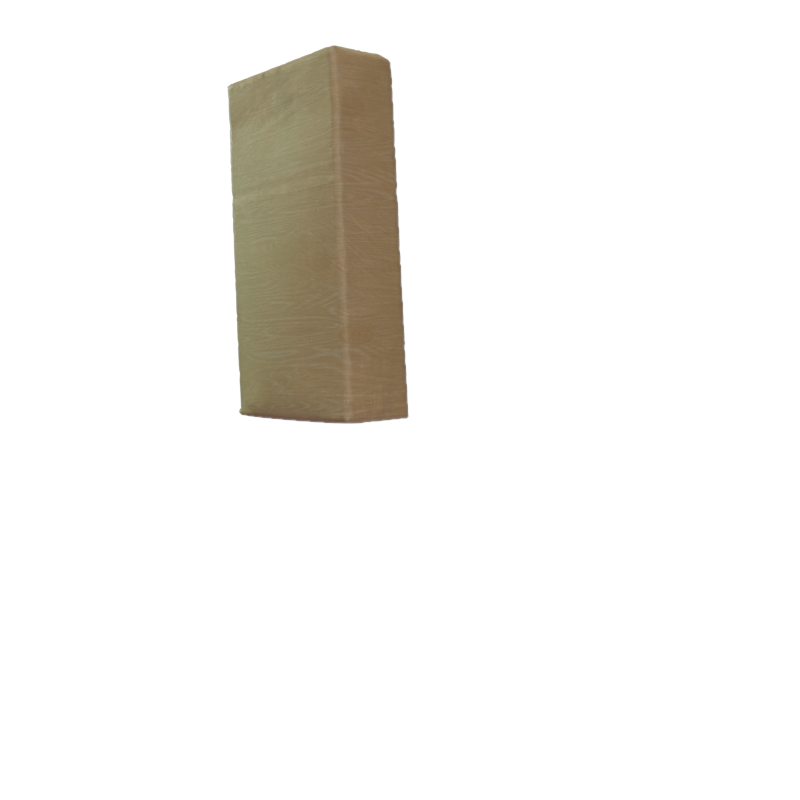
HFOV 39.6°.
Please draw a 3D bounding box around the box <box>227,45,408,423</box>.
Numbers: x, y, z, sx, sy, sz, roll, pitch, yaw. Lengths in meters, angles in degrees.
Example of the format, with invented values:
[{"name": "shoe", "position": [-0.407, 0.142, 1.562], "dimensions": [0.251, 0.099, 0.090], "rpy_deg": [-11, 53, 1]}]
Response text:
[{"name": "box", "position": [-0.043, -0.079, 0.554], "dimensions": [0.046, 0.179, 0.096], "rpy_deg": [5, -7, -40]}]
